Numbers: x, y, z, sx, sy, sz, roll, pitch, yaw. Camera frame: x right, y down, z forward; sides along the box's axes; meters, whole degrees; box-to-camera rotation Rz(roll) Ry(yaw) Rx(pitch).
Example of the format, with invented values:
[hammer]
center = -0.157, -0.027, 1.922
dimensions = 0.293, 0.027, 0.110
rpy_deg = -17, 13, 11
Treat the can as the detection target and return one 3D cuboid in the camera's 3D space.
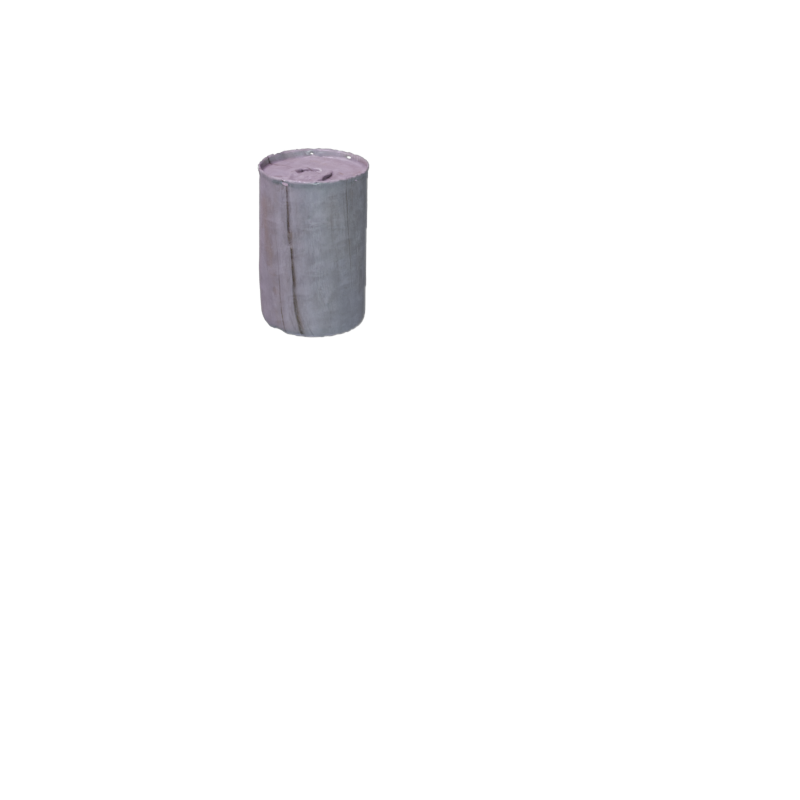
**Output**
[can]
center = -0.054, -0.099, 0.692
dimensions = 0.068, 0.097, 0.072
rpy_deg = 0, 24, -2
